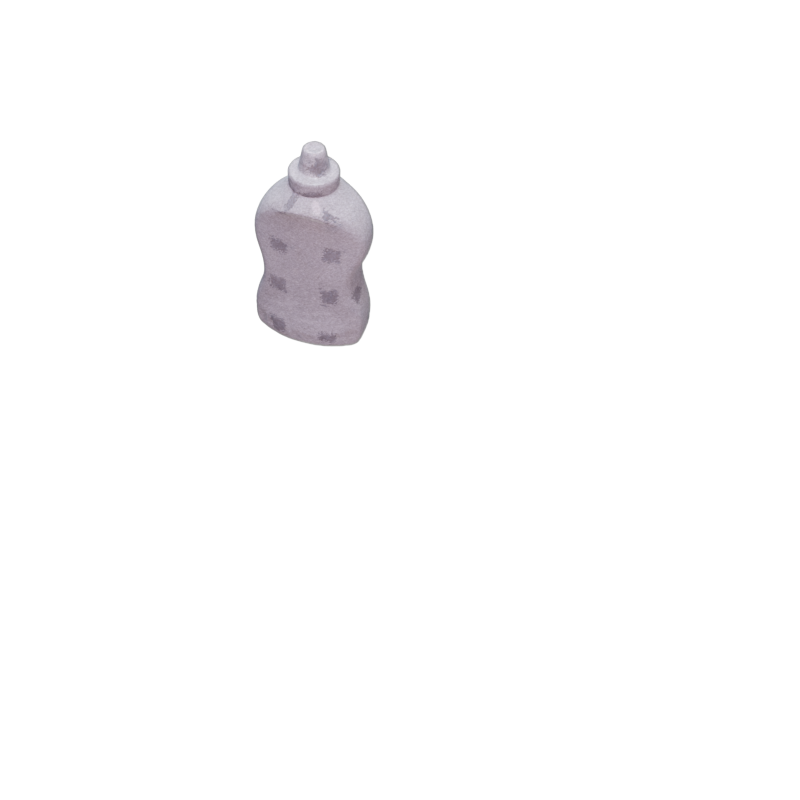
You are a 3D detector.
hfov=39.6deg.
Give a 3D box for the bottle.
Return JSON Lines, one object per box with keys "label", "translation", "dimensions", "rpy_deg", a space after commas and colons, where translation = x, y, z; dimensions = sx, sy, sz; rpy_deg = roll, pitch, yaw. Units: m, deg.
{"label": "bottle", "translation": [-0.071, -0.130, 0.906], "dimensions": [0.099, 0.179, 0.061], "rpy_deg": [17, 47, 12]}
